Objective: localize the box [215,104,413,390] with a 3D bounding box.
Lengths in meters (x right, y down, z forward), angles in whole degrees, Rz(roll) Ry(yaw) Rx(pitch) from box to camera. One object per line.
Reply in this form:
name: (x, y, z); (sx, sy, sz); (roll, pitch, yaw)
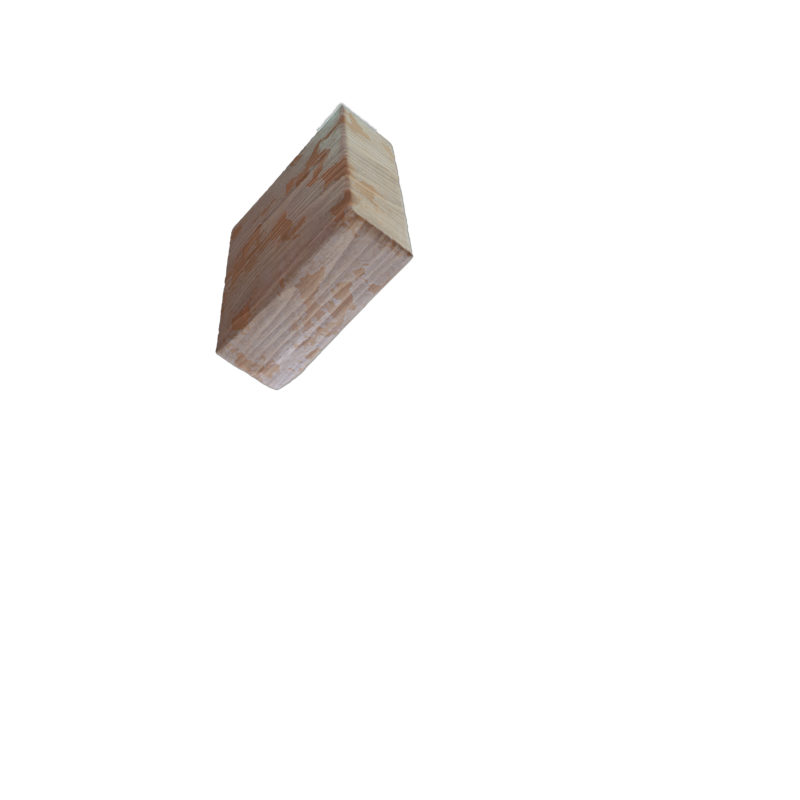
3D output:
box: (-0.072, -0.132, 0.925); (0.068, 0.161, 0.228); (36, 24, -24)
